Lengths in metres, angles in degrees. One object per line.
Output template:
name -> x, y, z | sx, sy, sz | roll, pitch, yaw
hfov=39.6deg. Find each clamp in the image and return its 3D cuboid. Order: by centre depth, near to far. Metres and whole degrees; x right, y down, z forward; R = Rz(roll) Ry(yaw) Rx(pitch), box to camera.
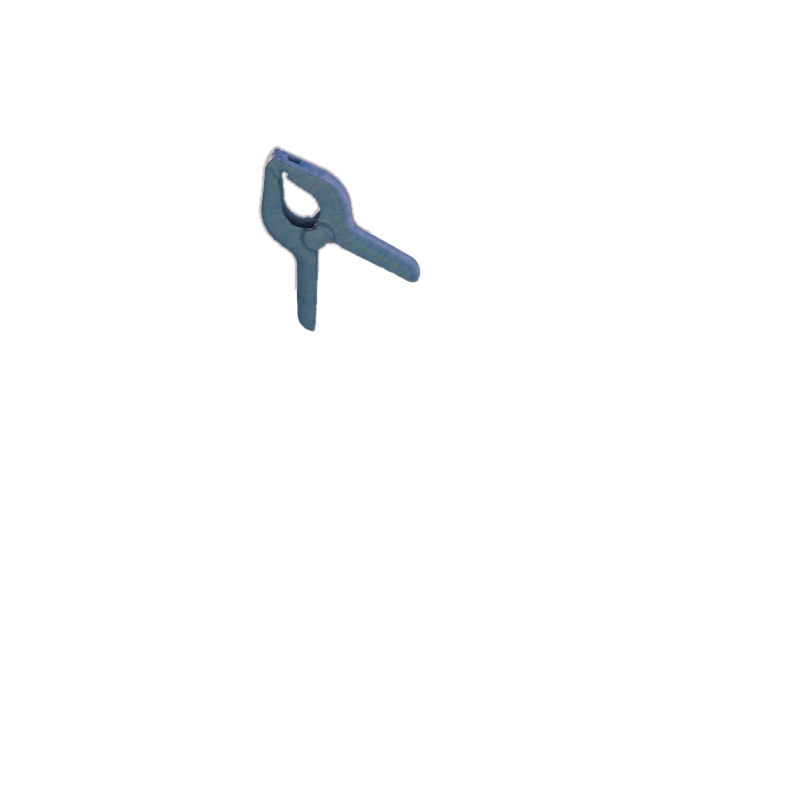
clamp -> -0.077, -0.140, 0.979 | 0.119, 0.165, 0.041 | -37, 16, 12
